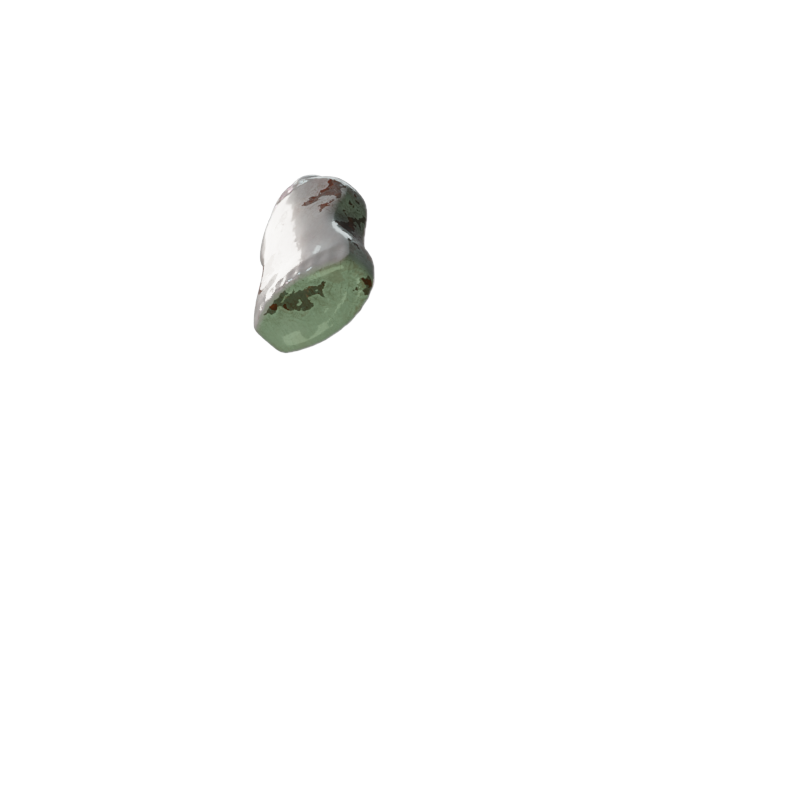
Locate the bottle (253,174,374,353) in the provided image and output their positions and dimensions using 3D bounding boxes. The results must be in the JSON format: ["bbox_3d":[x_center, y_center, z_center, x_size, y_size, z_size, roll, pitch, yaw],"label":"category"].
[{"bbox_3d":[-0.069,-0.125,0.874,0.095,0.205,0.055,-37,-60,21],"label":"bottle"}]
